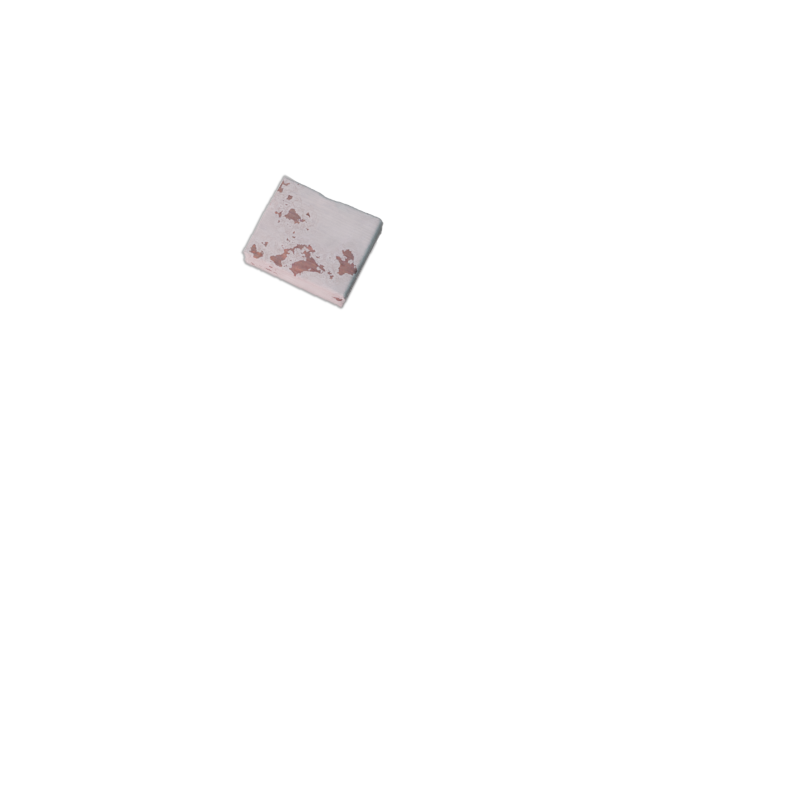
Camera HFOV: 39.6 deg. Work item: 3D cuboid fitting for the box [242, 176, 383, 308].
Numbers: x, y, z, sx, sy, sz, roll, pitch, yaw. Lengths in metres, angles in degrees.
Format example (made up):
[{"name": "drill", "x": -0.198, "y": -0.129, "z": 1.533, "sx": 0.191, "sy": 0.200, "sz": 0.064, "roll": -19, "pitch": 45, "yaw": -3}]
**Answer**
[{"name": "box", "x": -0.068, "y": -0.125, "z": 0.875, "sx": 0.091, "sy": 0.075, "sz": 0.029, "roll": 24, "pitch": -17, "yaw": 8}]
